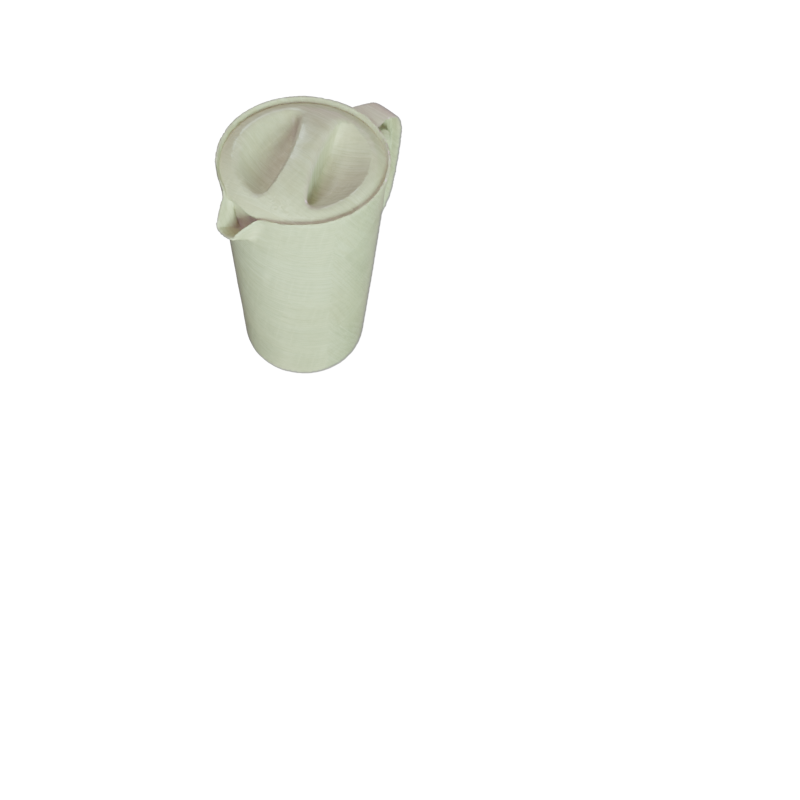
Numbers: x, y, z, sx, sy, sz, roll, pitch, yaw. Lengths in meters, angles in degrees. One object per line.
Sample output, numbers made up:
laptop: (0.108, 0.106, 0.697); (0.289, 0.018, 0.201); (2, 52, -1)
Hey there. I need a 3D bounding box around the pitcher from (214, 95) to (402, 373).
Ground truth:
pitcher: (-0.073, -0.133, 0.933); (0.149, 0.155, 0.228); (-1, -32, -4)
